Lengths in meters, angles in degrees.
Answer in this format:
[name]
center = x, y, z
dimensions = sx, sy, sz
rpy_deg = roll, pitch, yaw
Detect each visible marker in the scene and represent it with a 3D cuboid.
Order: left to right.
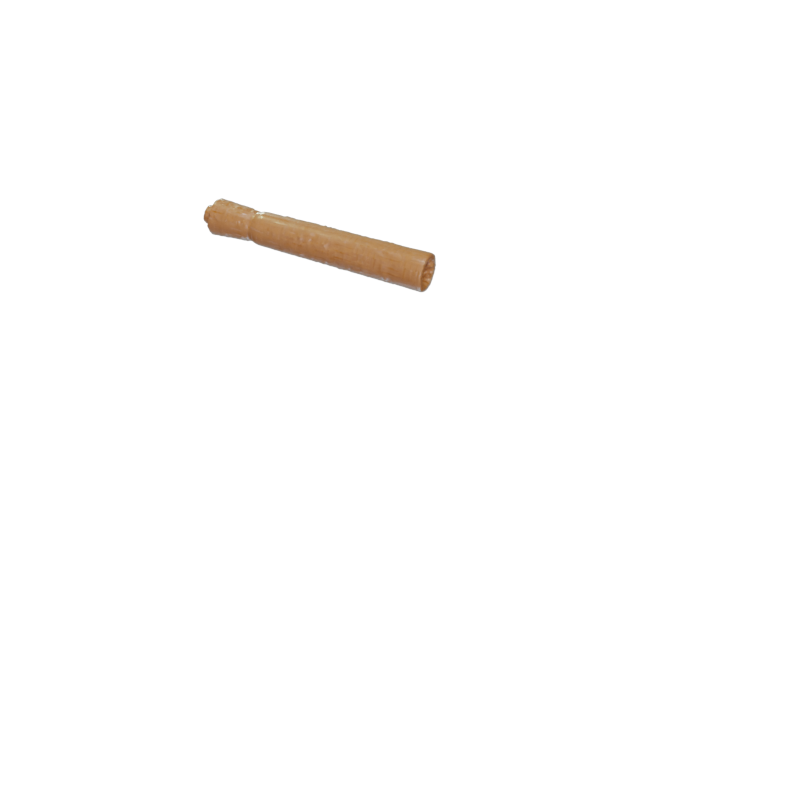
[marker]
center = -0.042, -0.076, 0.536
dimensions = 0.126, 0.019, 0.019
rpy_deg = 18, 11, 23
